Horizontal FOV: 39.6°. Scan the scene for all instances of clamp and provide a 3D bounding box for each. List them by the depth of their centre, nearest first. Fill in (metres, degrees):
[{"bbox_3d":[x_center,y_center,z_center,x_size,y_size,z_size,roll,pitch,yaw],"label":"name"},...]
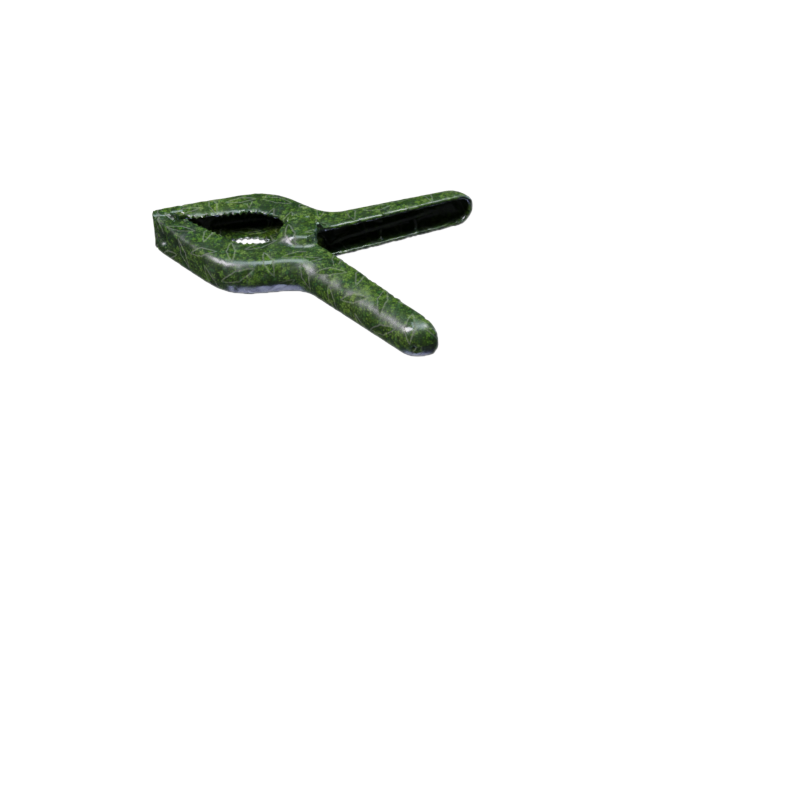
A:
[{"bbox_3d":[-0.057,-0.103,0.724,0.216,0.034,0.171,13,40,15],"label":"clamp"}]
